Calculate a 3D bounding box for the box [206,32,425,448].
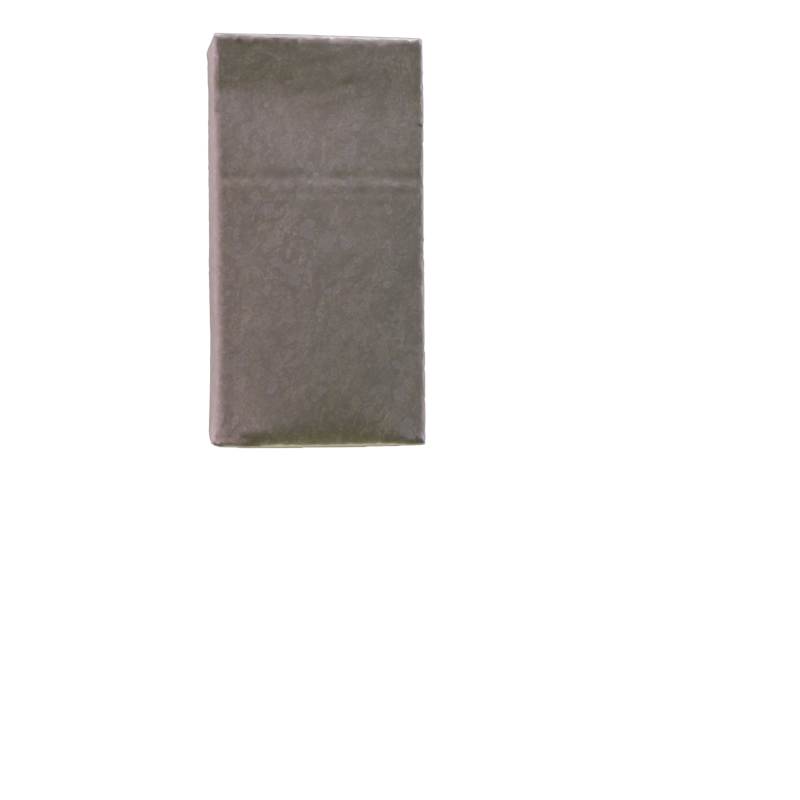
[{"bbox_3d":[-0.038,-0.069,0.487,0.092,0.177,0.048,0,-2,-11],"label":"box"}]
